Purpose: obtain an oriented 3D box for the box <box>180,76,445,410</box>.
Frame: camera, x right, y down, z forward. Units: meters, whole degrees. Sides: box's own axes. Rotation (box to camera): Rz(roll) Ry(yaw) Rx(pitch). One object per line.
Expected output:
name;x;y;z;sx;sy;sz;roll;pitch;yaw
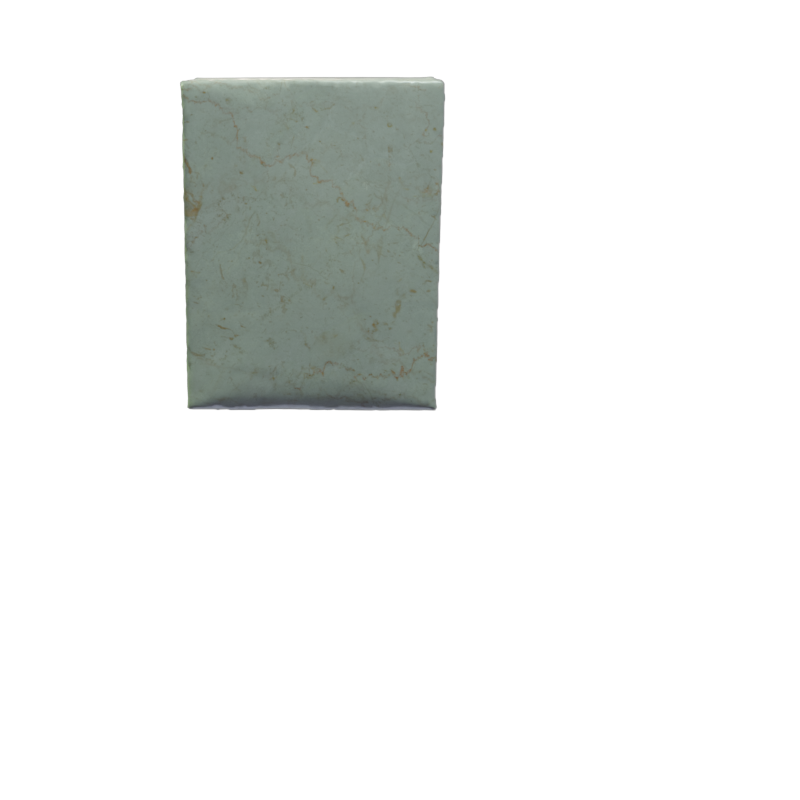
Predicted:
box;-0.057;-0.104;0.726;0.164;0.208;0.074;0;12;-1
